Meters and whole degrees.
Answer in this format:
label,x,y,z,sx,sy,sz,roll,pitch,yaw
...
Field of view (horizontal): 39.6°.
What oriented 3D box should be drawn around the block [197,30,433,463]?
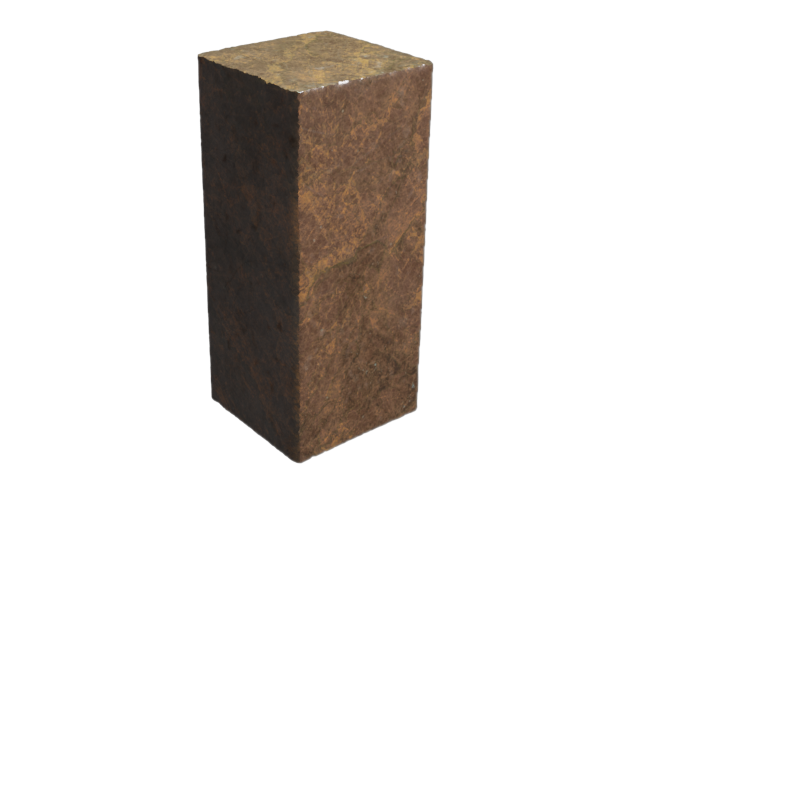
label,x,y,z,sx,sy,sz,roll,pitch,yaw
block,-0.048,-0.087,0.606,0.089,0.195,0.096,-20,34,-36
